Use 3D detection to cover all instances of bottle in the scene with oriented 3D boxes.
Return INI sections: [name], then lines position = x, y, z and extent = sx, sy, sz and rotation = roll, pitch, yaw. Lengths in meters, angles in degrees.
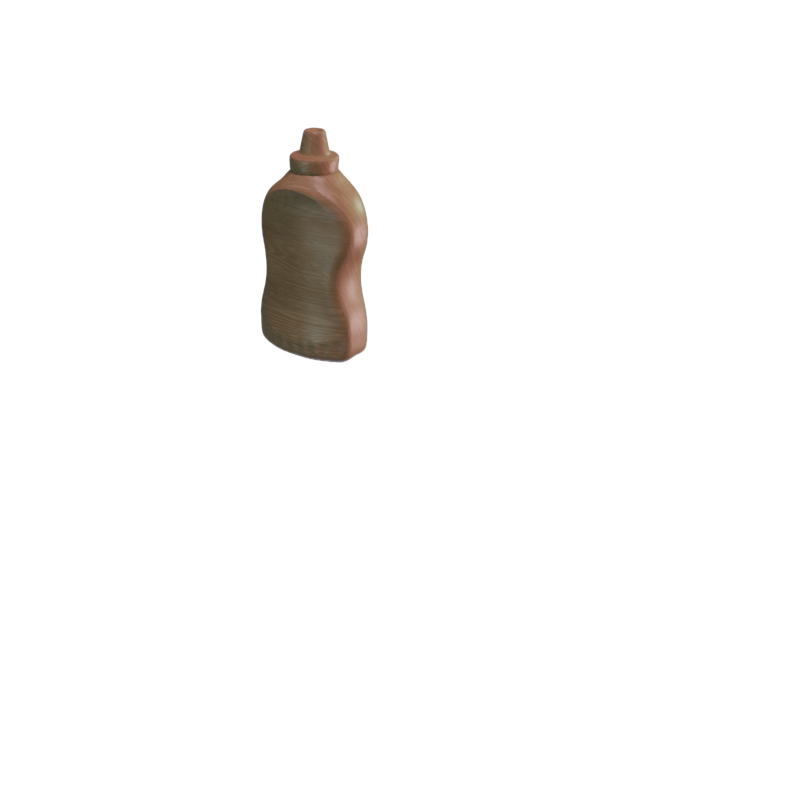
[bottle]
position = -0.072, -0.133, 0.929
extent = 0.101, 0.183, 0.058
rotation = 17, 26, 34
